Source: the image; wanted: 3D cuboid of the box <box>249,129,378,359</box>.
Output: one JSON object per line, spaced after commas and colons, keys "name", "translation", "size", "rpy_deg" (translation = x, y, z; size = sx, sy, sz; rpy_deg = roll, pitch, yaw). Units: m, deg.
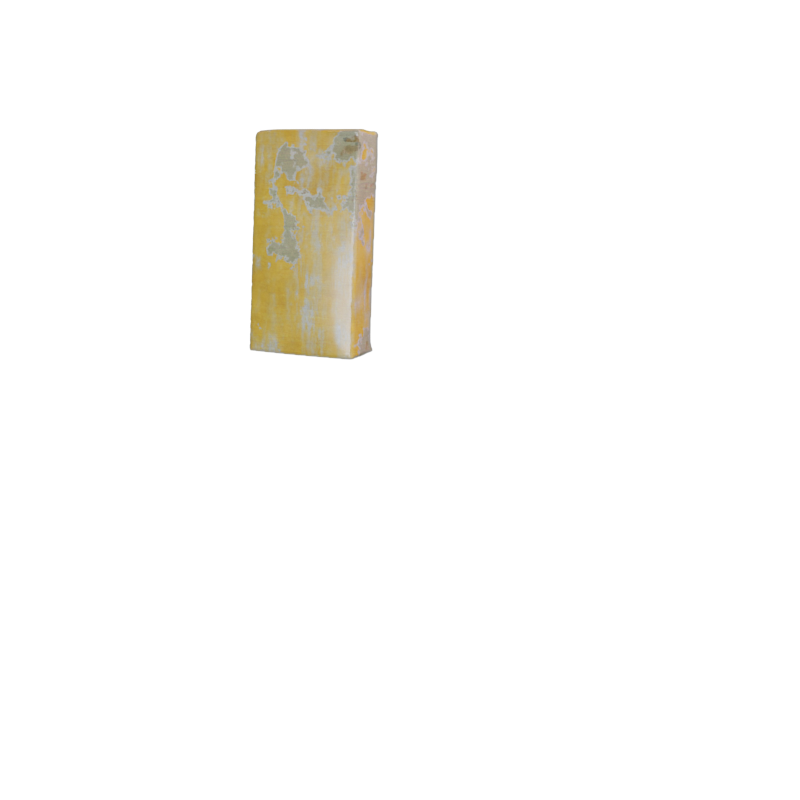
{"name": "box", "translation": [-0.069, -0.125, 0.873], "size": [0.096, 0.174, 0.047], "rpy_deg": [3, 5, 24]}
